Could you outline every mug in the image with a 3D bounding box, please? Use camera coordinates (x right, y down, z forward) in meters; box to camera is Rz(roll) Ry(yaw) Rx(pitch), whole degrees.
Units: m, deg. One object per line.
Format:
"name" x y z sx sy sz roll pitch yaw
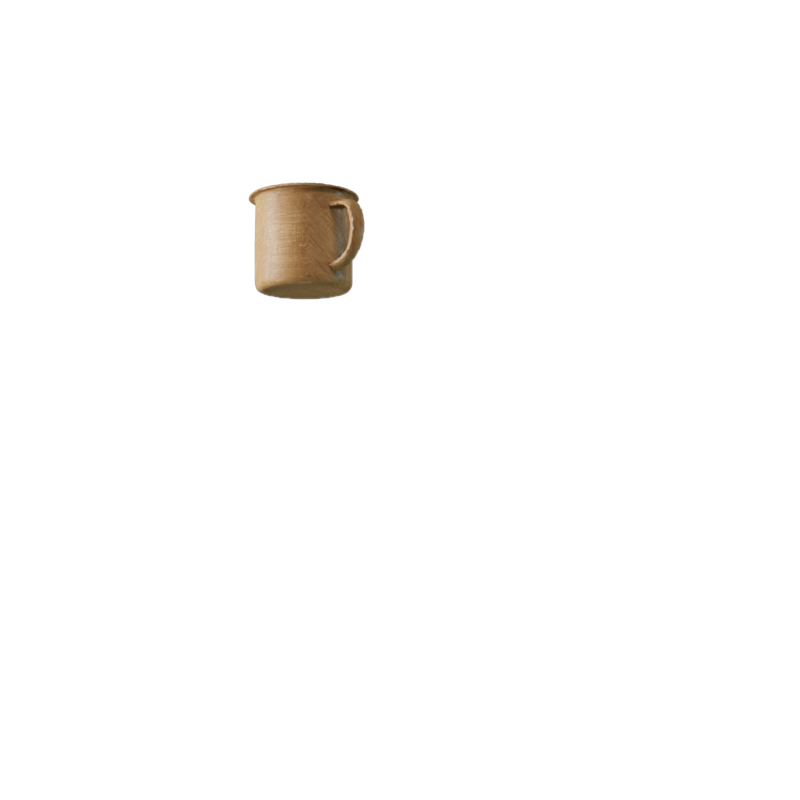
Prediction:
"mug" -0.072 -0.131 0.917 0.089 0.084 0.120 8 -12 -44
